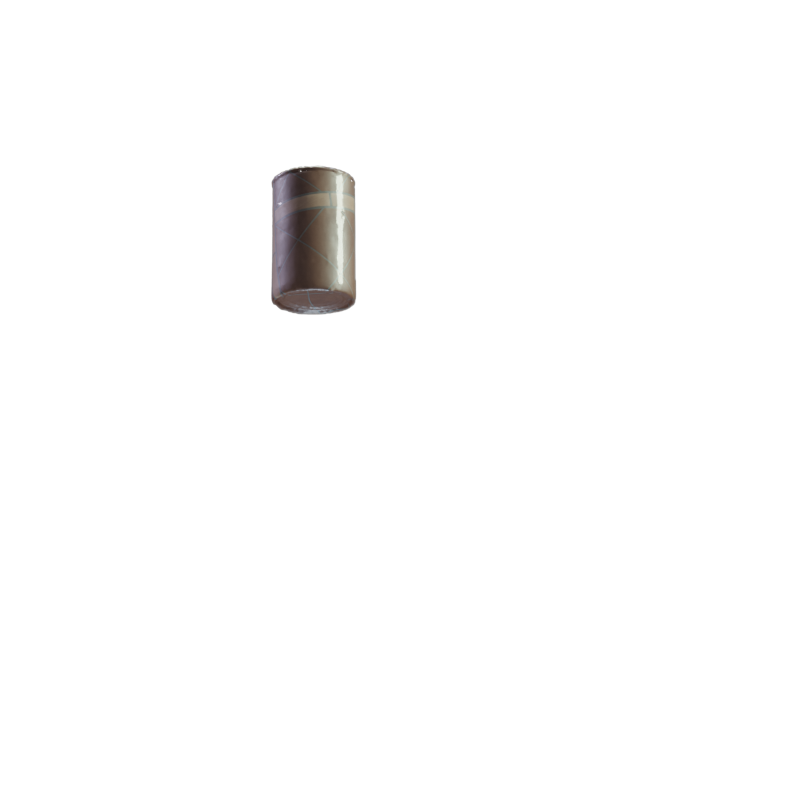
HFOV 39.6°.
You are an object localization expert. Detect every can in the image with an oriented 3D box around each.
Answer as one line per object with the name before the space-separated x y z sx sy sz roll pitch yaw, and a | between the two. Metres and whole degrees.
can | -0.069 -0.125 0.879 0.068 0.107 0.066 0 -18 -2
